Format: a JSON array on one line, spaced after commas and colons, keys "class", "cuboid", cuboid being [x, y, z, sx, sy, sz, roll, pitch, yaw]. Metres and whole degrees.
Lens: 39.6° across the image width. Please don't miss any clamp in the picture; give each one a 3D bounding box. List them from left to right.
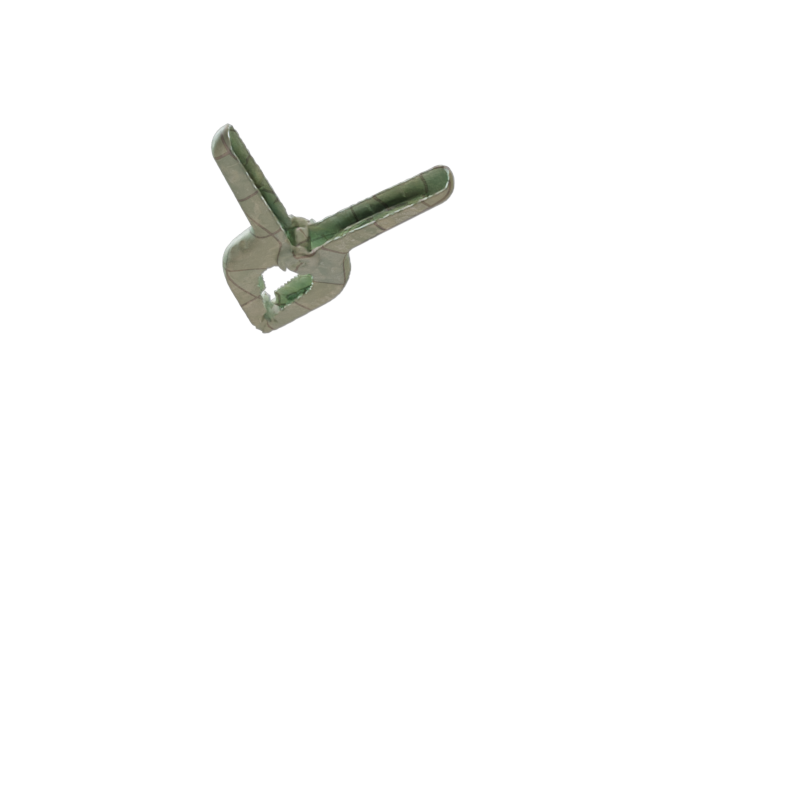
[{"class": "clamp", "cuboid": [-0.062, -0.113, 0.791, 0.162, 0.039, 0.199, 7, -33, -11]}]
